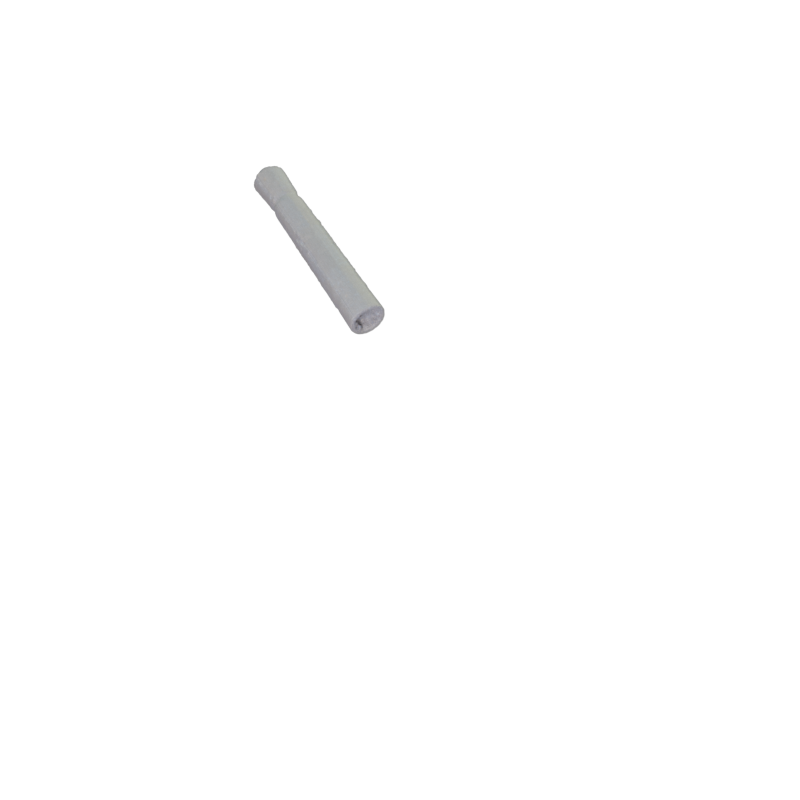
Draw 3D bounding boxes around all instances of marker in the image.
[{"bbox_3d":[-0.045,-0.081,0.568,0.019,0.019,0.131,-2,43,-35],"label":"marker"}]
